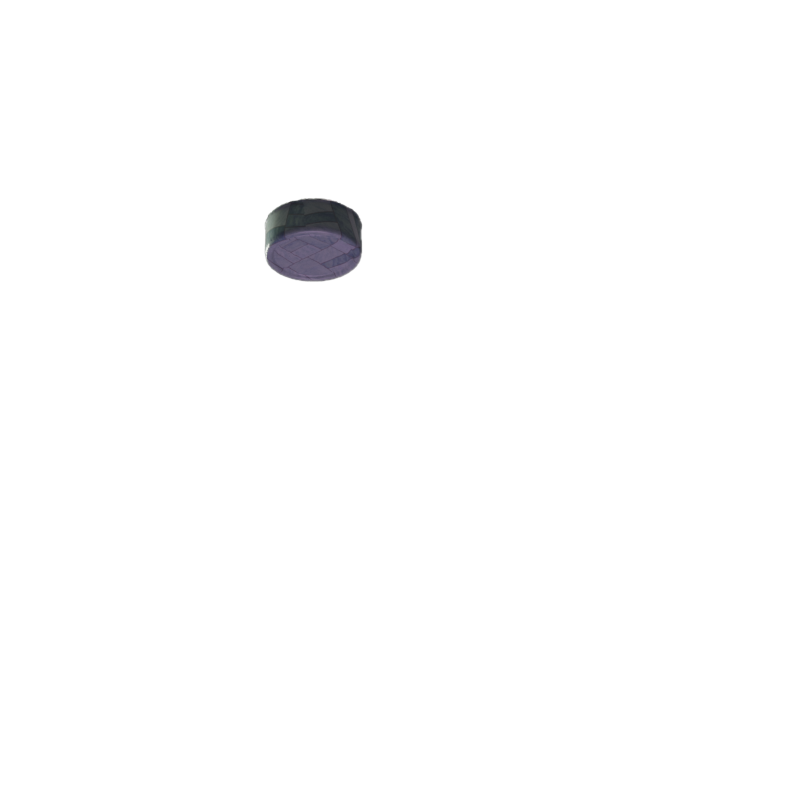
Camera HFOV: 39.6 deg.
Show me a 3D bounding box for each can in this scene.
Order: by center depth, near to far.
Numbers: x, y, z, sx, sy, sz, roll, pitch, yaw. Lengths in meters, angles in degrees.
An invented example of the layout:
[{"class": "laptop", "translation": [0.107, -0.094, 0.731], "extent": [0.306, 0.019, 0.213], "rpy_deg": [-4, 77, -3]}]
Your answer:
[{"class": "can", "translation": [-0.076, -0.138, 0.967], "extent": [0.086, 0.036, 0.081], "rpy_deg": [1, -28, -2]}]
